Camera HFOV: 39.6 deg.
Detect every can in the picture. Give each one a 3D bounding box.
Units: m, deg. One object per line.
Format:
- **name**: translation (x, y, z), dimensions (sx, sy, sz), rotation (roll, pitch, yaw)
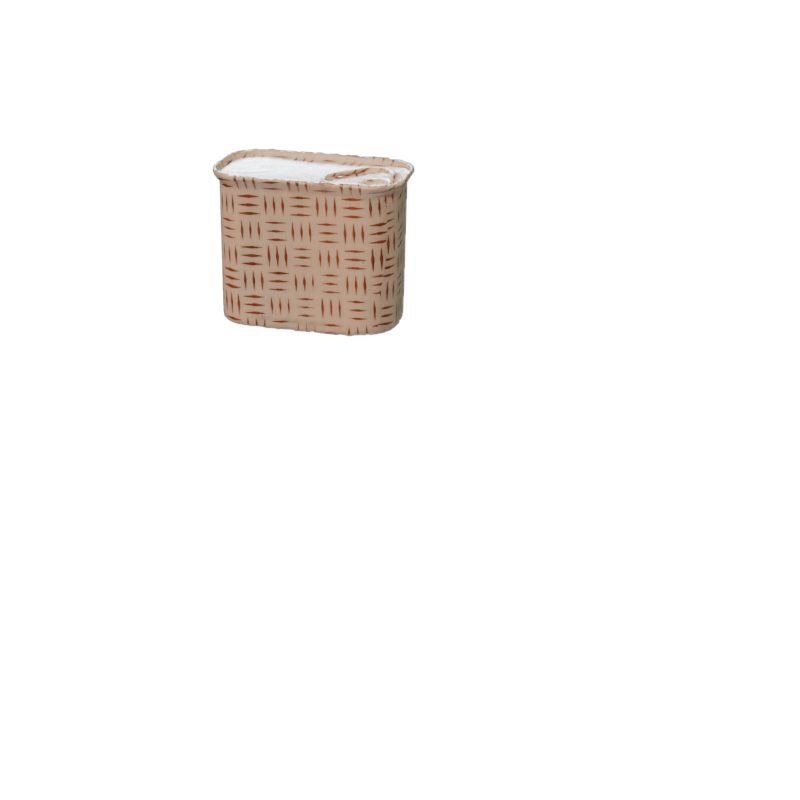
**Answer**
- **can**: translation (-0.046, -0.084, 0.588), dimensions (0.104, 0.080, 0.059), rotation (7, 23, 13)
